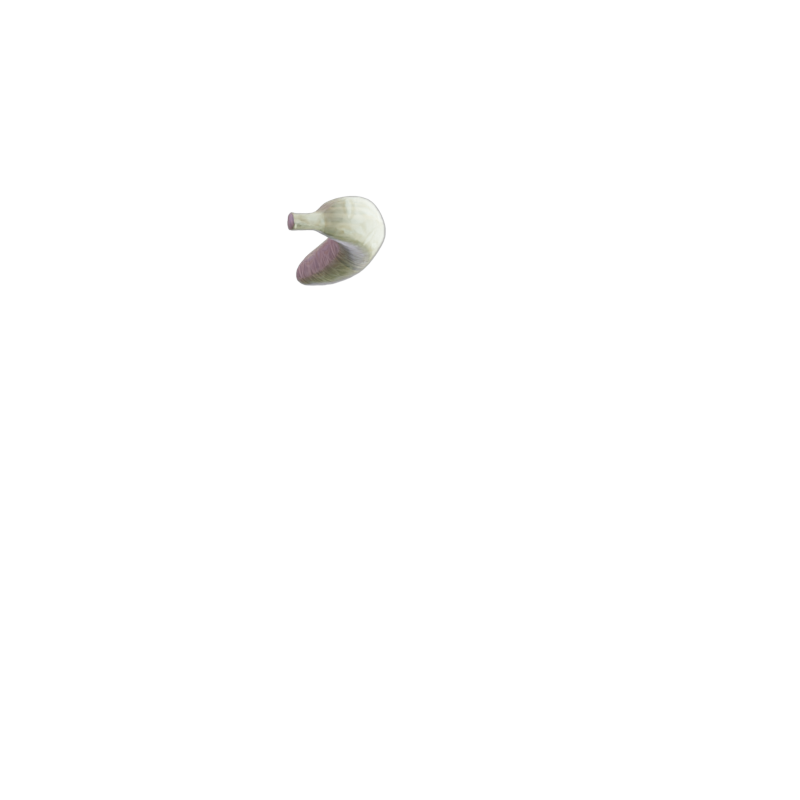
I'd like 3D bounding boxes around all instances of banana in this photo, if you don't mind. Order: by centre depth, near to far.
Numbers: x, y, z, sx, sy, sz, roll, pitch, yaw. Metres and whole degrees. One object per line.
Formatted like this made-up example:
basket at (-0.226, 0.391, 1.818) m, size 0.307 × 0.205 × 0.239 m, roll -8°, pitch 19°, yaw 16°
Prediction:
banana at (-0.046, -0.119, 0.827) m, size 0.069 × 0.038 × 0.193 m, roll 0°, pitch -7°, yaw -3°
